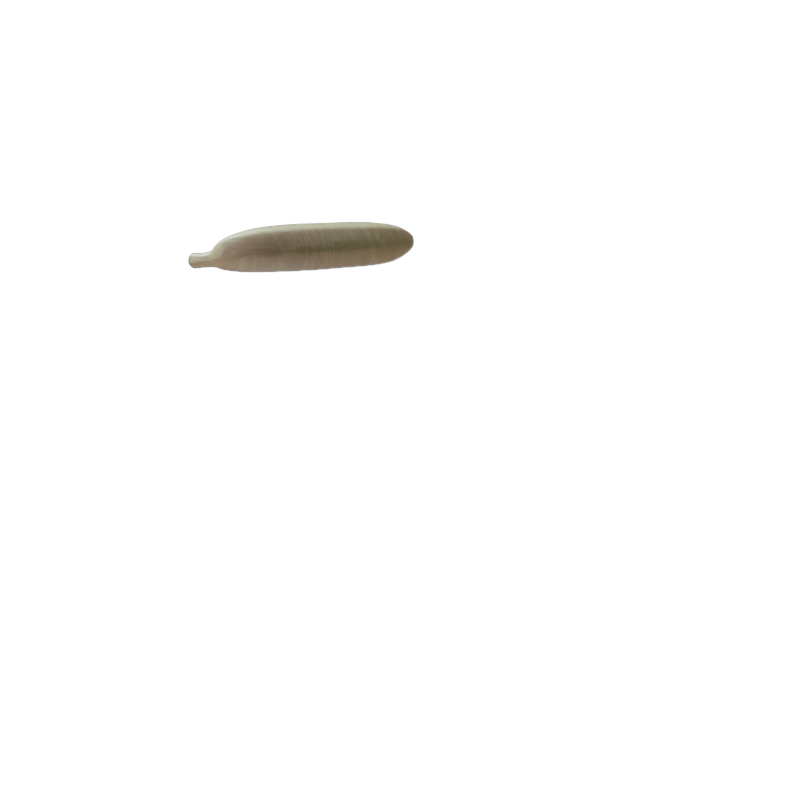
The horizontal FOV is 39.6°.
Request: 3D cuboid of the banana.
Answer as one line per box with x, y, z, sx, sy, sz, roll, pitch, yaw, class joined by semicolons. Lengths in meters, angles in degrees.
-0.066;-0.125;0.888;0.193;0.036;0.073;-6;14;-23;banana
